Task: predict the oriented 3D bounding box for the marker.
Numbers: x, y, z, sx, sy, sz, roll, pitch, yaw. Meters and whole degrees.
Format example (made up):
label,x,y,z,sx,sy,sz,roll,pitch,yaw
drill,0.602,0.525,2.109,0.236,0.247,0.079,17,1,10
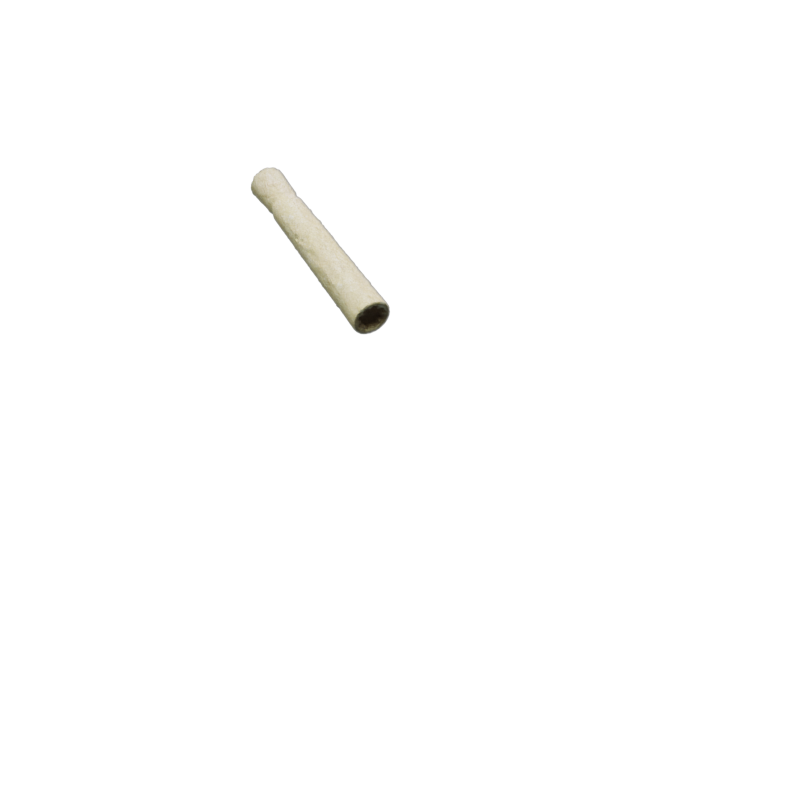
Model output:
label,x,y,z,sx,sy,sz,roll,pitch,yaw
marker,-0.042,-0.076,0.533,0.019,0.019,0.131,-2,39,-33
